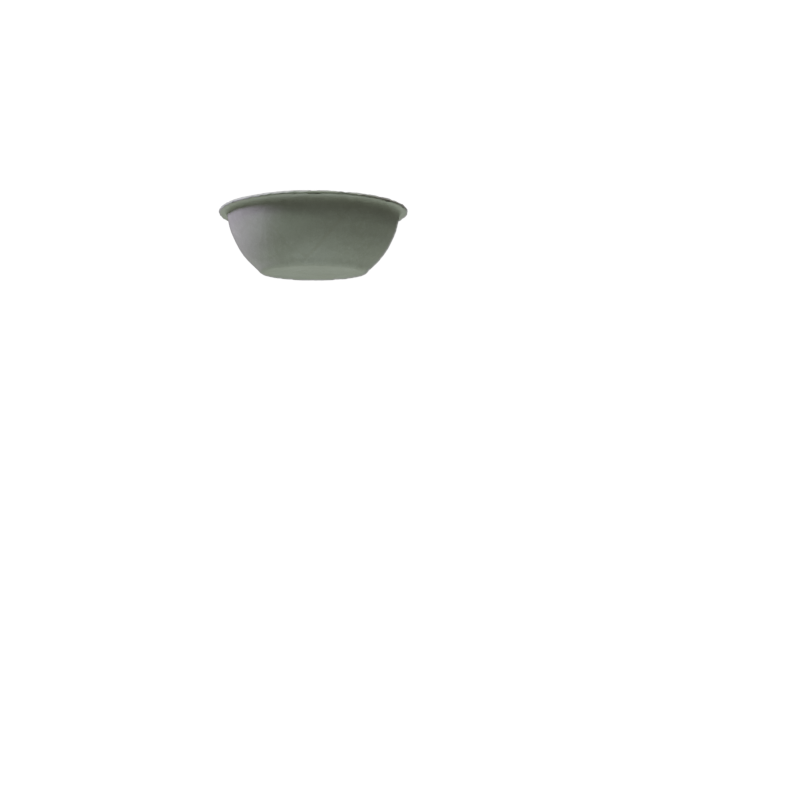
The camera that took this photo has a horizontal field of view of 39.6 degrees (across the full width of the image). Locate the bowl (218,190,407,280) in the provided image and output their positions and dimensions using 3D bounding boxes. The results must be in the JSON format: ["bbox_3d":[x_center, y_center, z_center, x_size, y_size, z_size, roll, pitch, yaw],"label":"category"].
[{"bbox_3d":[-0.074,-0.135,0.946,0.162,0.056,0.160,0,-3,-2],"label":"bowl"}]
